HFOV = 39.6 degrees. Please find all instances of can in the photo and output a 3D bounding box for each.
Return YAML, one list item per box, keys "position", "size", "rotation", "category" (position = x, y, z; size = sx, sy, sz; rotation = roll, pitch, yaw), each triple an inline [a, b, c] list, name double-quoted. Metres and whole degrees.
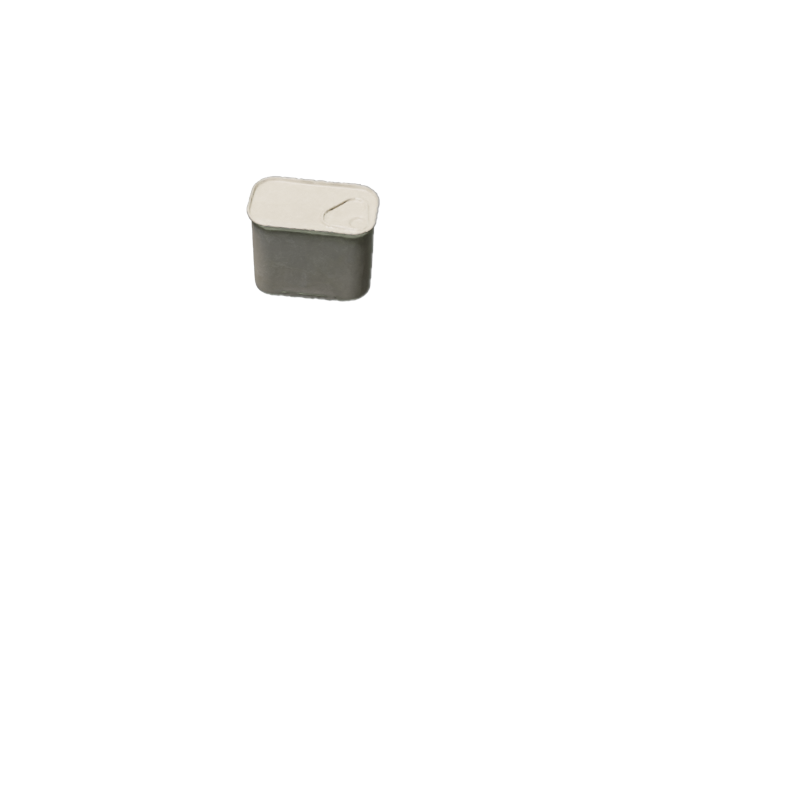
- position: [-0.070, -0.127, 0.892]
  size: [0.103, 0.061, 0.078]
  rotation: [6, -41, 4]
  category: "can"
